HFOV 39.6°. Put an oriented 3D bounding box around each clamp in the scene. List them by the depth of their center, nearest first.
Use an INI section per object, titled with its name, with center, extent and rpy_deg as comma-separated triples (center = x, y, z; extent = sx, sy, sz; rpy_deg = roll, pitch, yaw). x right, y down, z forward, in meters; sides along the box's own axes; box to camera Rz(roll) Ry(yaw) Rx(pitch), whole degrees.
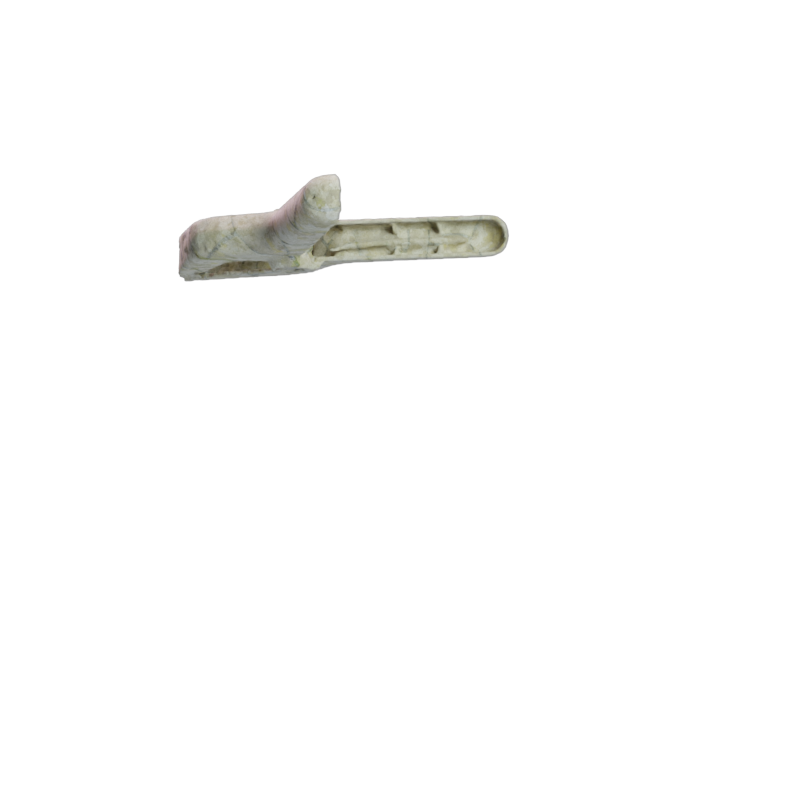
[clamp]
center = -0.052, -0.096, 0.670
extent = 0.157, 0.037, 0.216
rpy_deg = 3, -5, -43
